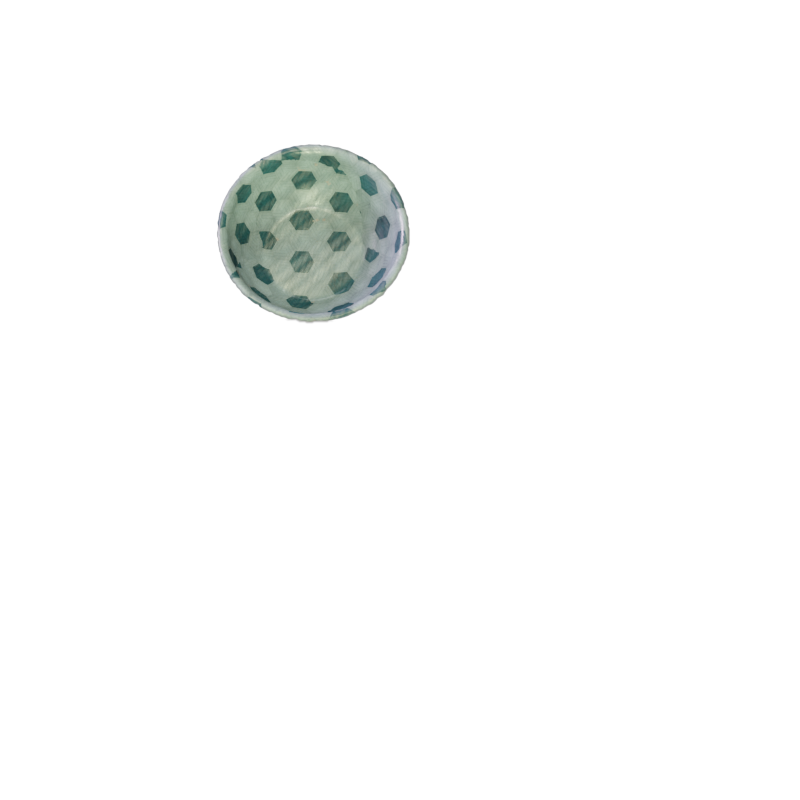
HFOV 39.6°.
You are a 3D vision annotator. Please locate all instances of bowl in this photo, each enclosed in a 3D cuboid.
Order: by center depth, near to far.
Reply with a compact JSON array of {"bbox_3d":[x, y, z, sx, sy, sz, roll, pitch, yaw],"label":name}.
[{"bbox_3d":[-0.074,-0.136,0.951,0.162,0.170,0.052,-1,-21,-1],"label":"bowl"}]
